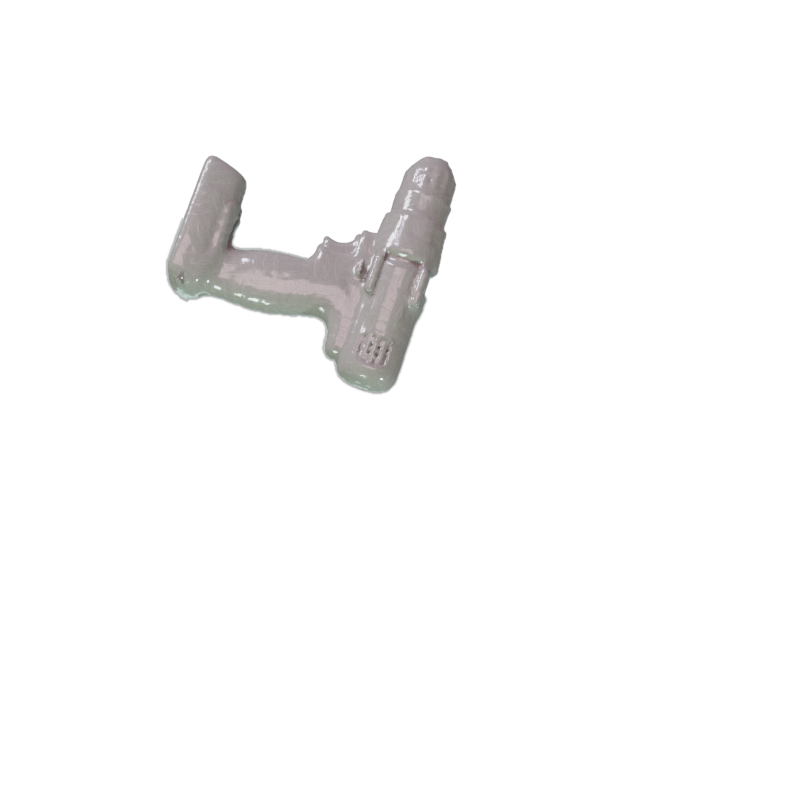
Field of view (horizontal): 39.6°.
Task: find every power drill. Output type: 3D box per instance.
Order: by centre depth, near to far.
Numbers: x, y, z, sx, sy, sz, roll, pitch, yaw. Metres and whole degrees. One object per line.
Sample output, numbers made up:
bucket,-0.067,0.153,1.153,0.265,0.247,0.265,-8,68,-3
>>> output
power drill,-0.064,-0.117,0.816,0.190,0.191,0.055,17,-18,5
